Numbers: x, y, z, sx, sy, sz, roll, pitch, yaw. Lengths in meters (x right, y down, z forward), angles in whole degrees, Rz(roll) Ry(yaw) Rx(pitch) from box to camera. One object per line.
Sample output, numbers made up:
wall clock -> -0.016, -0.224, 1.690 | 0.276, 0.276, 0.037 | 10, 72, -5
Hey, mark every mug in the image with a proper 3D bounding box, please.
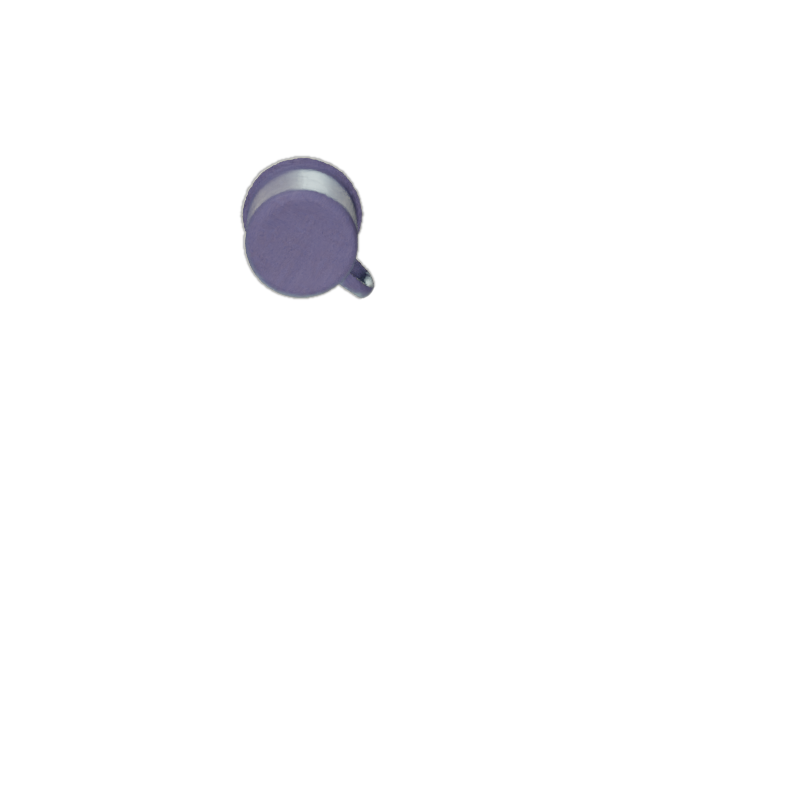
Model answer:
mug -> -0.064, -0.117, 0.820 | 0.092, 0.113, 0.085 | -42, 16, 13
